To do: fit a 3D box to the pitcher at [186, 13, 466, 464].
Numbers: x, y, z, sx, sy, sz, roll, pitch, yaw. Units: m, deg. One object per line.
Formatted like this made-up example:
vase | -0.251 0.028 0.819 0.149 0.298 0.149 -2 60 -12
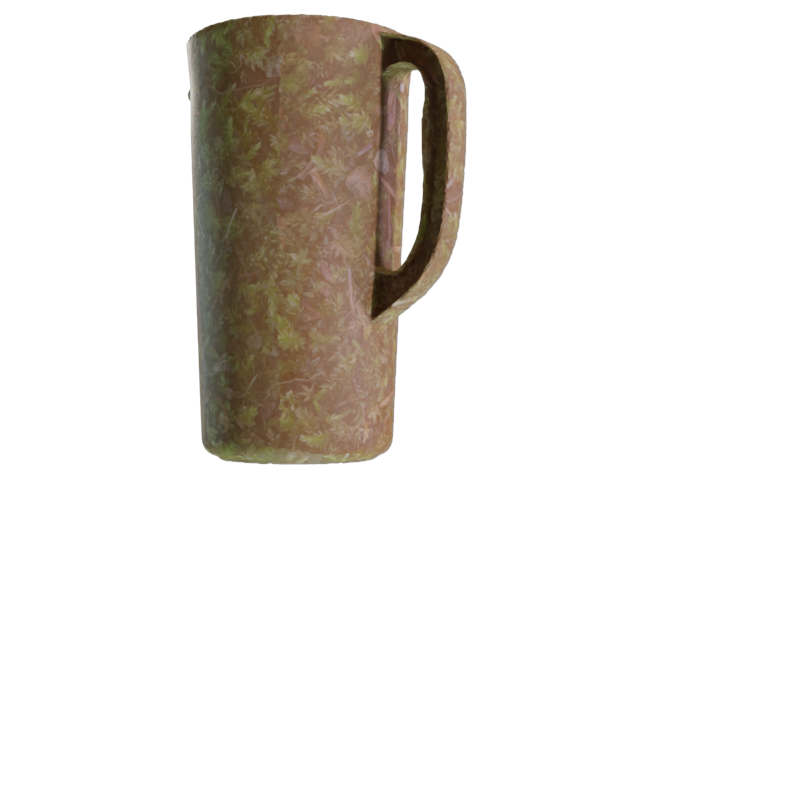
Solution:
pitcher | -0.049 -0.090 0.629 0.143 0.246 0.150 1 -4 -12
